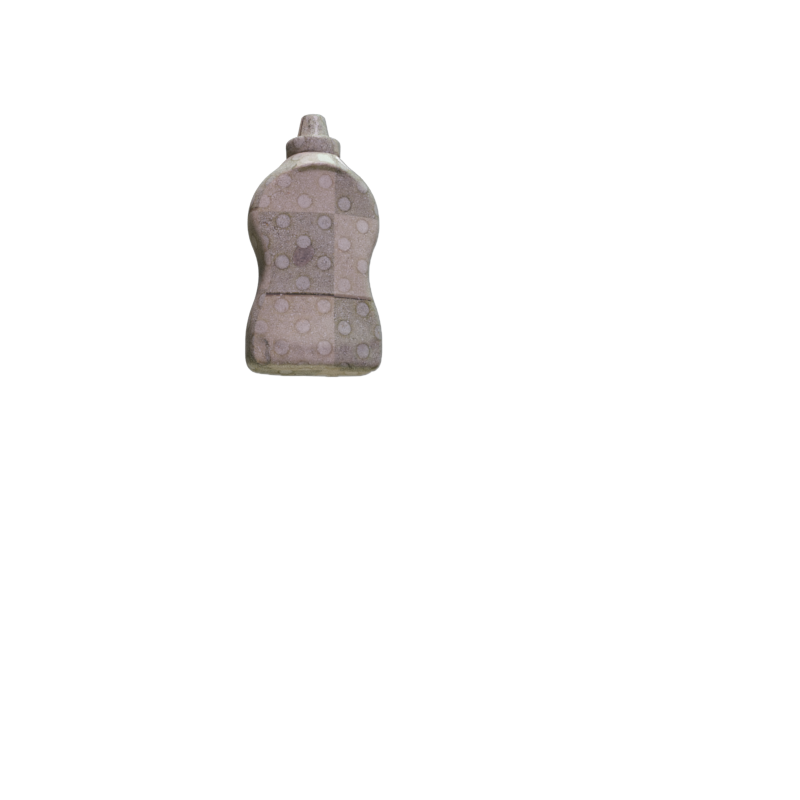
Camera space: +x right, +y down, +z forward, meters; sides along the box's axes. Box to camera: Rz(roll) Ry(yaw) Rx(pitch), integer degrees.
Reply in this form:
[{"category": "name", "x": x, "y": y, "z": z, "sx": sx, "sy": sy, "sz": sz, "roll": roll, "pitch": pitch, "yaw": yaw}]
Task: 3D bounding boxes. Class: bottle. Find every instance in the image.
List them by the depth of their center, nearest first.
[{"category": "bottle", "x": -0.063, "y": -0.115, "z": 0.806, "sx": 0.095, "sy": 0.198, "sz": 0.057, "roll": 1, "pitch": -12, "yaw": -11}]
